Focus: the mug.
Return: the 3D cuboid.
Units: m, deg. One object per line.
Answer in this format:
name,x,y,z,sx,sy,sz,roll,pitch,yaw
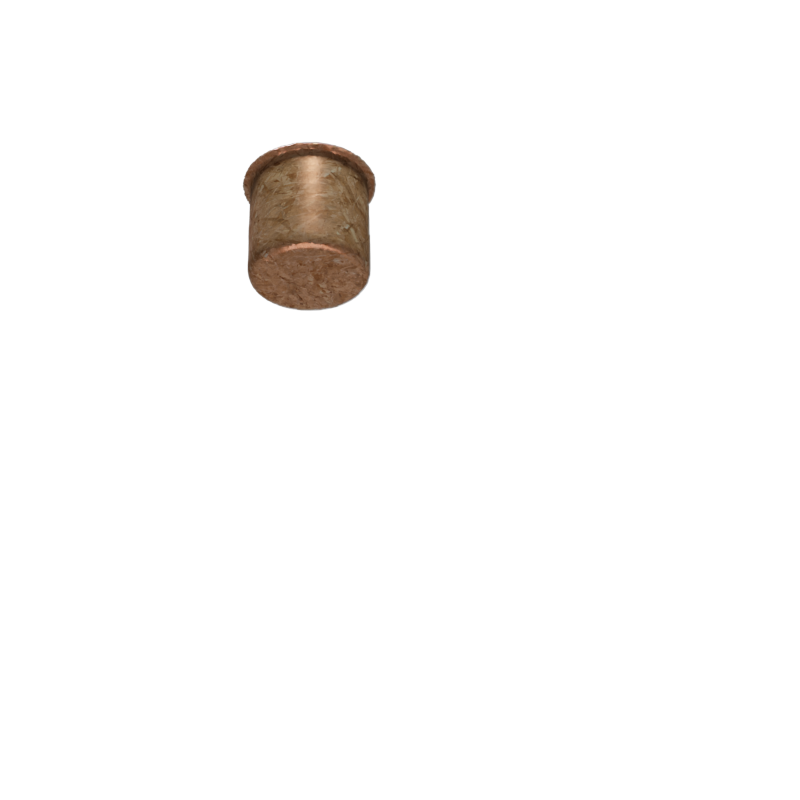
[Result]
mug,-0.060,-0.109,0.761,0.094,0.087,0.108,-7,-33,9
